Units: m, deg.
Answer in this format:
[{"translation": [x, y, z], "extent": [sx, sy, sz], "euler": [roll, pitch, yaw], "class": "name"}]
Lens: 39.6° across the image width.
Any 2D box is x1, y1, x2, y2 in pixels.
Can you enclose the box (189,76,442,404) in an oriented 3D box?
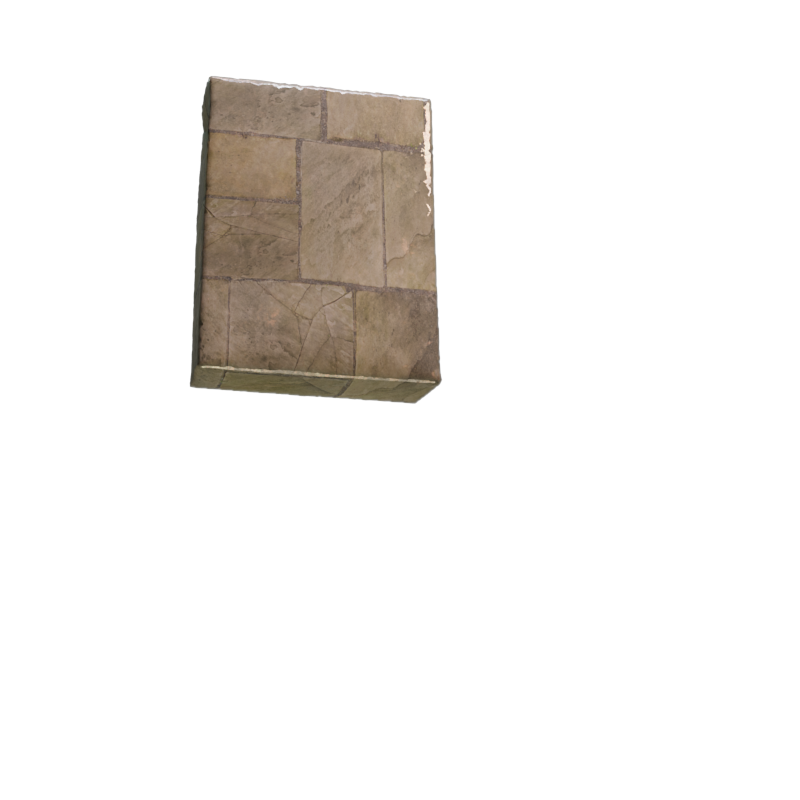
[{"translation": [-0.061, -0.111, 0.777], "extent": [0.161, 0.224, 0.070], "euler": [3, -21, -12], "class": "box"}]
